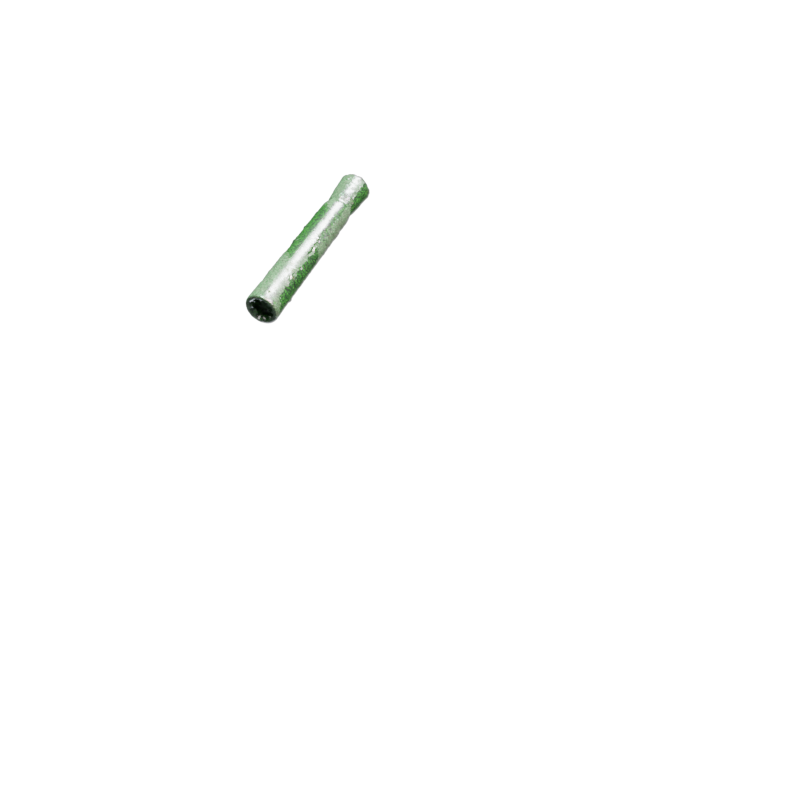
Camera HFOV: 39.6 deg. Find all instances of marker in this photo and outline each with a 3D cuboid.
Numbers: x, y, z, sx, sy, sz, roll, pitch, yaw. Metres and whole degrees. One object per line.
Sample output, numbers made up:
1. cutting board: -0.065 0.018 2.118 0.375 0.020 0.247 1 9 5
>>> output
1. marker: -0.048 -0.087 0.611 0.020 0.018 0.125 1 41 30
